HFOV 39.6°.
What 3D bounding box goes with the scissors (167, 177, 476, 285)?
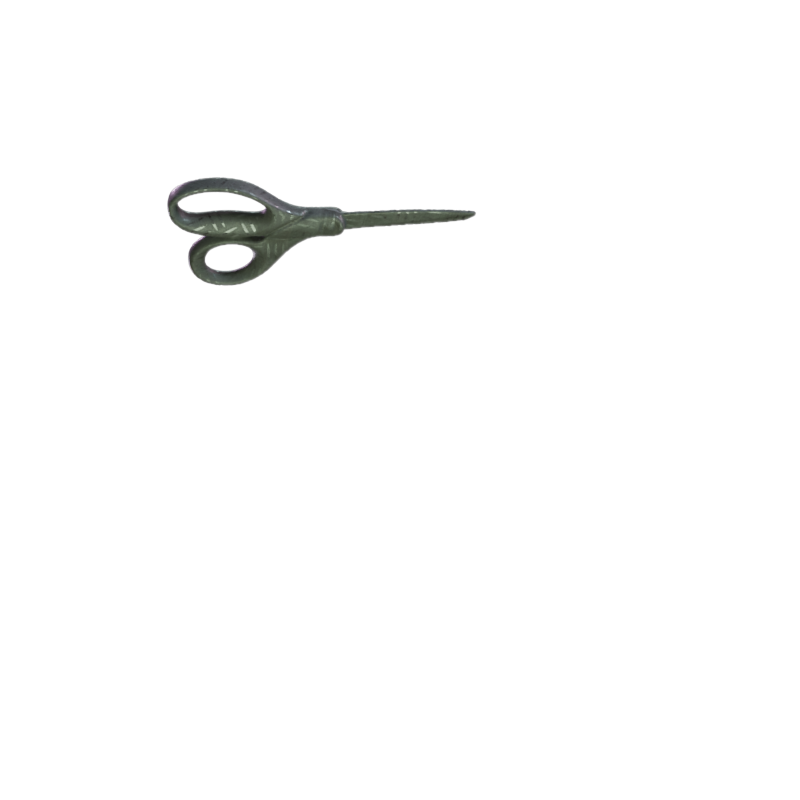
[{"bbox_3d":[-0.059,-0.107,0.751,0.199,0.017,0.091,8,-45,-8],"label":"scissors"}]
